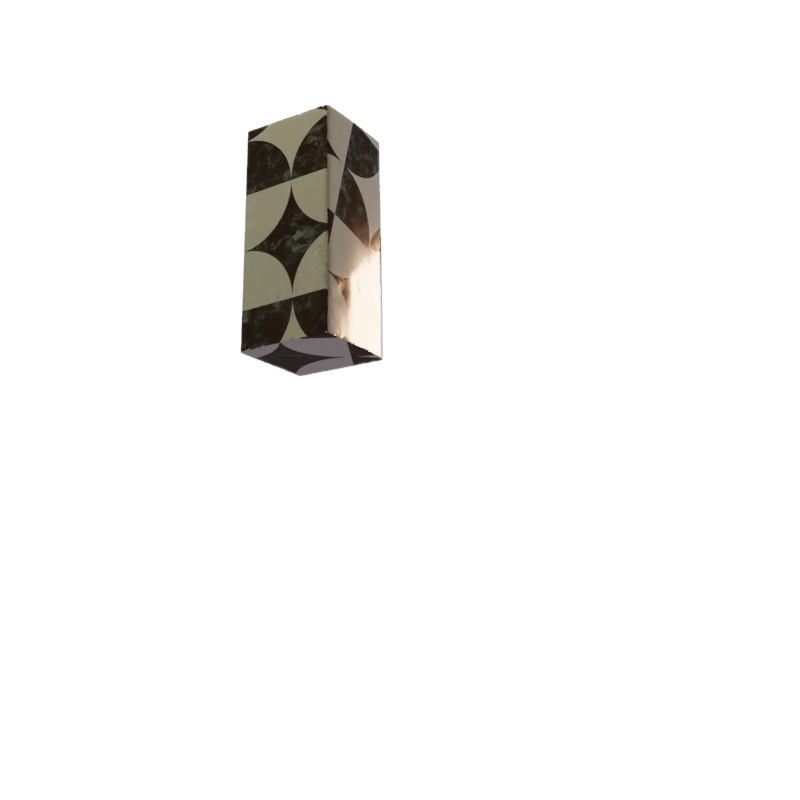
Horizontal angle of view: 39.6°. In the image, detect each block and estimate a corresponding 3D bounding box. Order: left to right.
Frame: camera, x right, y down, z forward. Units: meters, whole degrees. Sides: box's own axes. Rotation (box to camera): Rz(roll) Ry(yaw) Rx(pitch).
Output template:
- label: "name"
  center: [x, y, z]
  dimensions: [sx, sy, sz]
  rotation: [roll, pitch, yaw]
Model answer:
- label: "block"
  center: [-0.075, -0.137, 0.962]
  dimensions: [0.092, 0.217, 0.084]
  rotation: [-14, -25, 30]
